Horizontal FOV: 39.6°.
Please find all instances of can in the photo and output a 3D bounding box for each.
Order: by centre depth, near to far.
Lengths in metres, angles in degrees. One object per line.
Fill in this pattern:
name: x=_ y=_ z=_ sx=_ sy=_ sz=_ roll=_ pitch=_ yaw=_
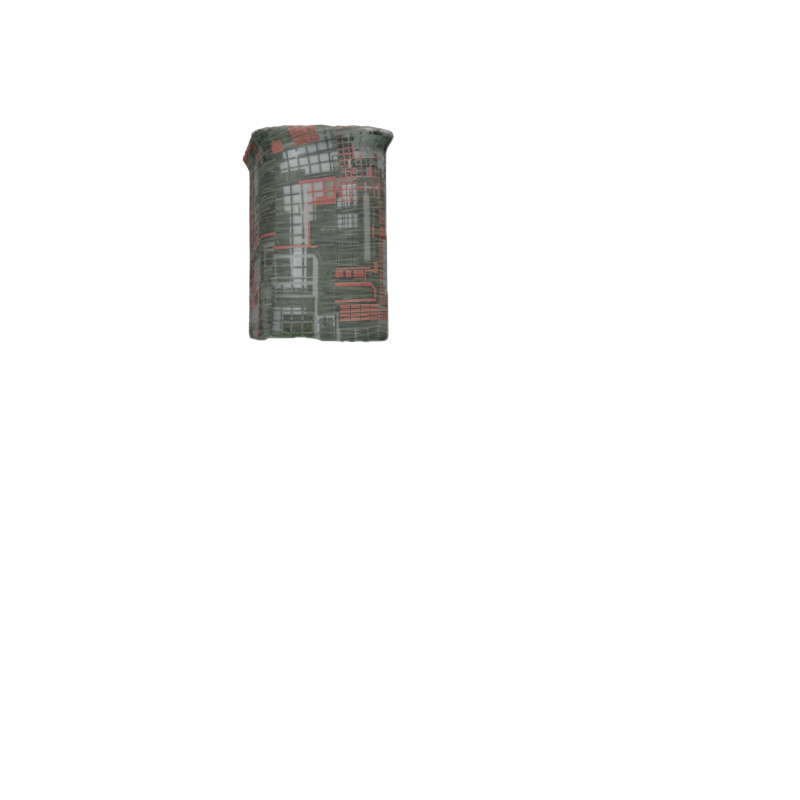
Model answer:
can: x=-0.037 y=-0.068 z=0.473 sx=0.057 sy=0.084 sz=0.103 roll=0 pitch=1 yaw=-10
